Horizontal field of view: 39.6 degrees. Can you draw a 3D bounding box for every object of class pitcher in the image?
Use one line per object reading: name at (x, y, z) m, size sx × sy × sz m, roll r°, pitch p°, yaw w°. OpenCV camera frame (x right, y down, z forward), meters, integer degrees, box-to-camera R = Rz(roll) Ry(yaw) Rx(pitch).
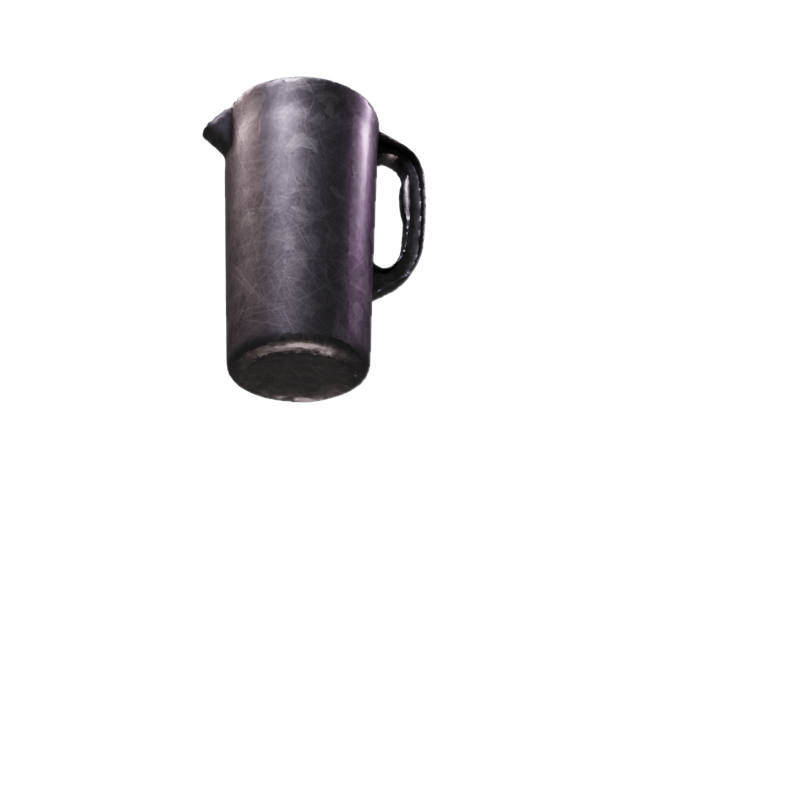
pitcher at (-0.069, -0.127, 0.888) m, size 0.151 × 0.259 × 0.134 m, roll -16°, pitch -32°, yaw 24°
